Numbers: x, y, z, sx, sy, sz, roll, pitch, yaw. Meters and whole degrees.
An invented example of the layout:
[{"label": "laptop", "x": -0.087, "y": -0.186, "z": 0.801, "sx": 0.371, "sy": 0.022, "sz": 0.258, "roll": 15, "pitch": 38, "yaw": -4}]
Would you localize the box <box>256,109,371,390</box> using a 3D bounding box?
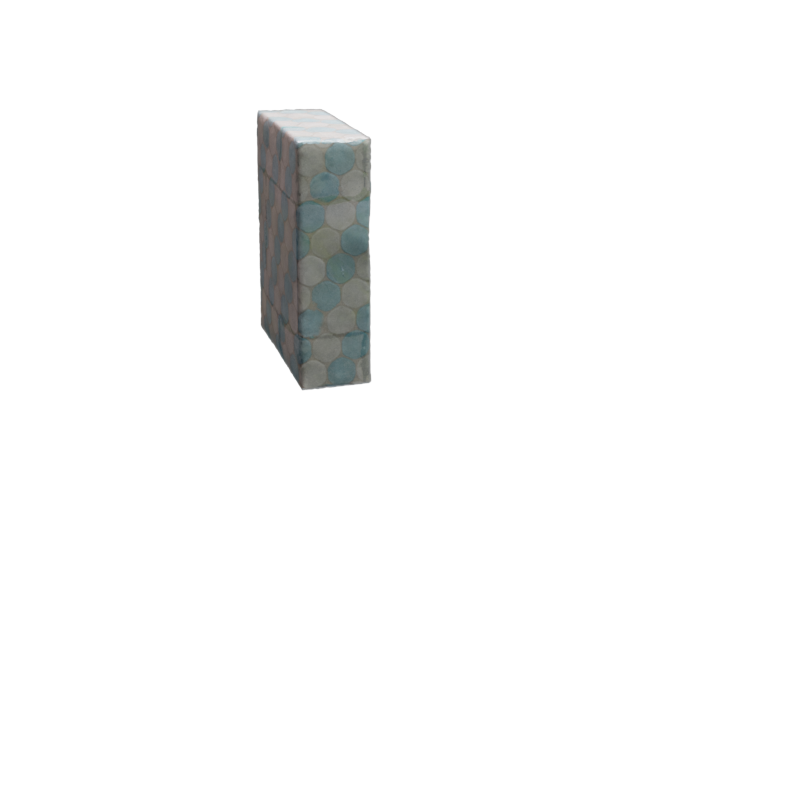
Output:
[{"label": "box", "x": -0.076, "y": -0.139, "z": 0.977, "sx": 0.070, "sy": 0.206, "sz": 0.174, "roll": -4, "pitch": 19, "yaw": -17}]
